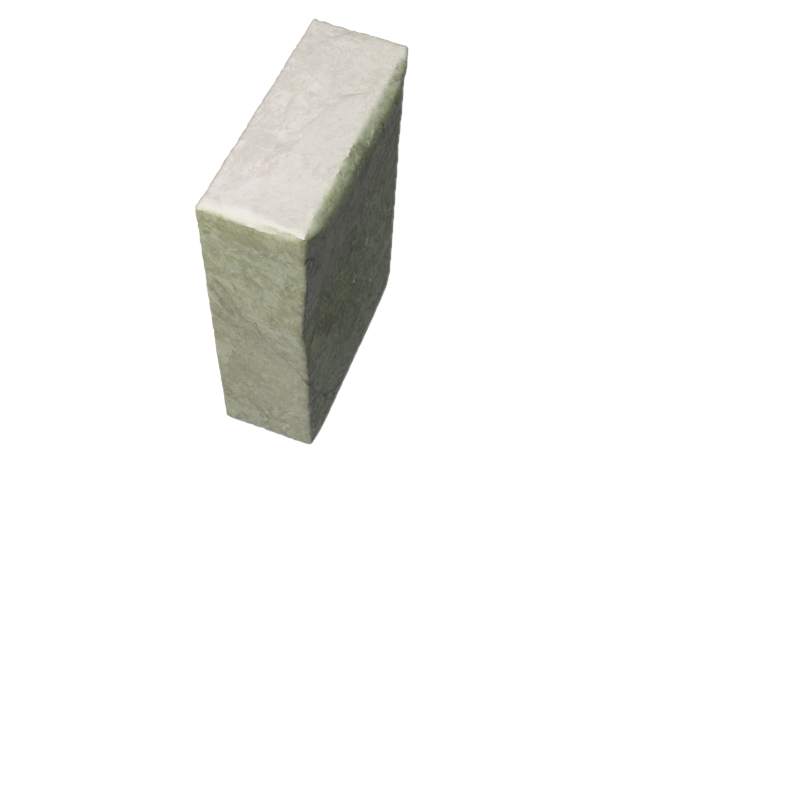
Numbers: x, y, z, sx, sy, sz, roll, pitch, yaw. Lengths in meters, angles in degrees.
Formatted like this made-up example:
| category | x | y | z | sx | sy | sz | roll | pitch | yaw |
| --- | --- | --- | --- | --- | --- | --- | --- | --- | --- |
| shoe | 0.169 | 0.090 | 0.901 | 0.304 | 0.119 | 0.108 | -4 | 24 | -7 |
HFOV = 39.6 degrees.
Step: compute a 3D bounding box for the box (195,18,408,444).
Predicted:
| category | x | y | z | sx | sy | sz | roll | pitch | yaw |
| --- | --- | --- | --- | --- | --- | --- | --- | --- | --- |
| box | -0.054 | -0.099 | 0.690 | 0.073 | 0.172 | 0.200 | 18 | -33 | 8 |
